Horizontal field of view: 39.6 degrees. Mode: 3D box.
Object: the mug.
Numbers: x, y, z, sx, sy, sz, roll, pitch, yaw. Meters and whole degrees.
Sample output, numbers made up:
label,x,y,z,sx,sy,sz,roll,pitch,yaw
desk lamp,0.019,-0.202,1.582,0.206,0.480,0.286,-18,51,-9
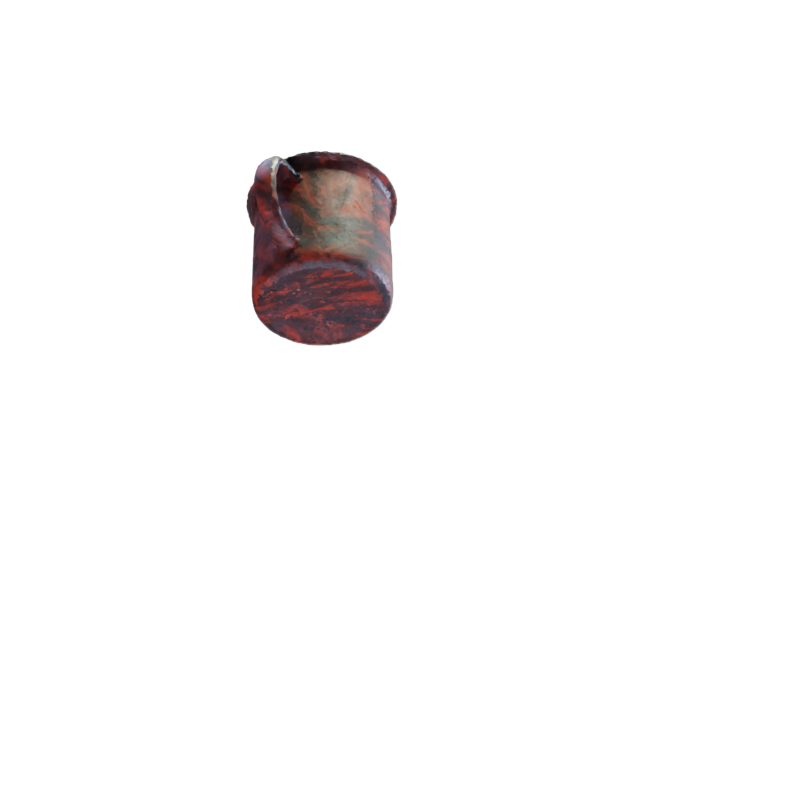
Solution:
label,x,y,z,sx,sy,sz,roll,pitch,yaw
mug,-0.051,-0.093,0.649,0.094,0.087,0.108,-16,-41,18
